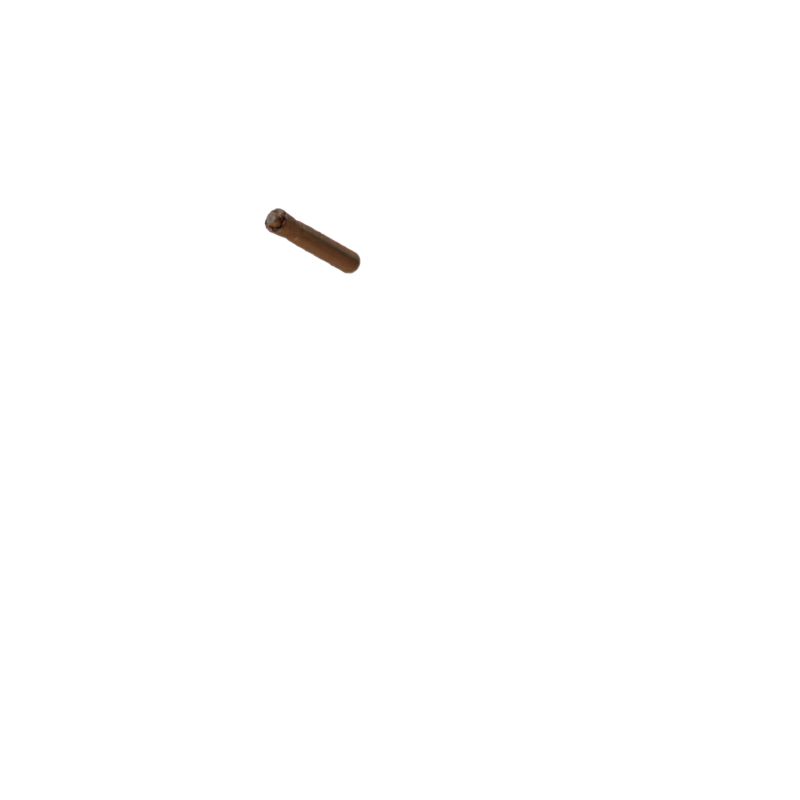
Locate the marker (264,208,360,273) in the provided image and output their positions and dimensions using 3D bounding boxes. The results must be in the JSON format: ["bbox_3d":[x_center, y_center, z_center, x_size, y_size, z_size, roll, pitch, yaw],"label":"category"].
[{"bbox_3d":[-0.066,-0.120,0.842,0.020,0.020,0.114,2,-9,28],"label":"marker"}]
